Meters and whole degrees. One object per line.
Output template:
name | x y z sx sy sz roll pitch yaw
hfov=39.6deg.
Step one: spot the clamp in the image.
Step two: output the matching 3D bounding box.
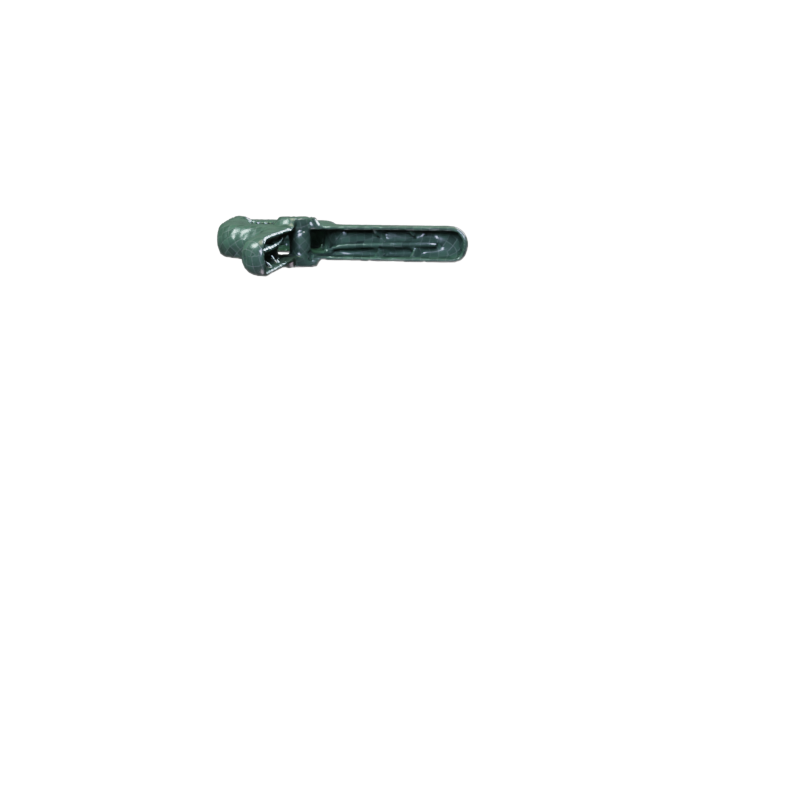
clamp | -0.063 -0.114 0.801 0.160 0.036 0.219 -5 13 -23
